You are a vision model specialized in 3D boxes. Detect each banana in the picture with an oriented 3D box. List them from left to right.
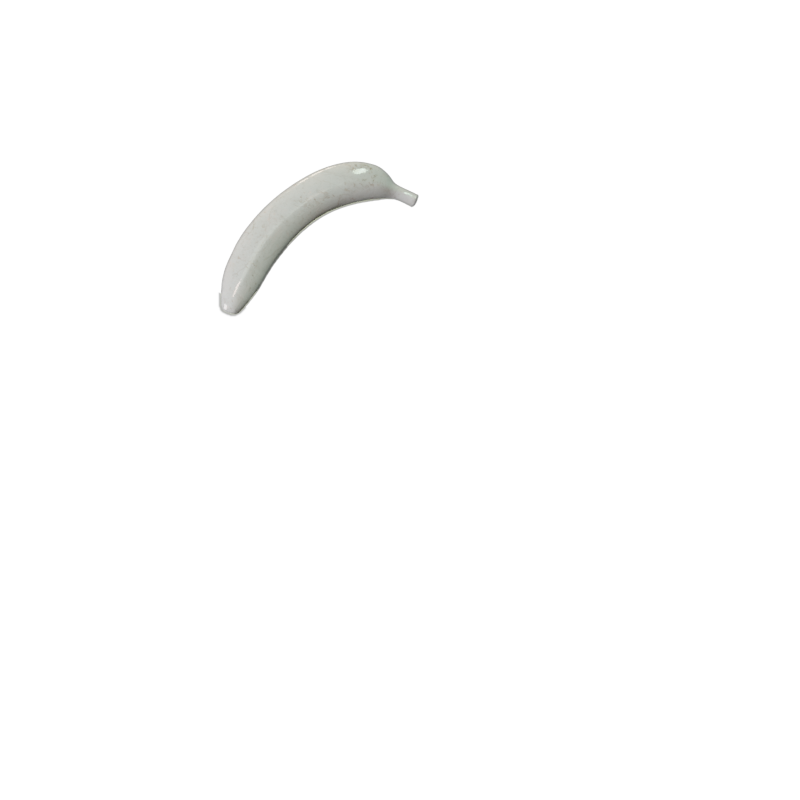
[{"bbox_3d":[-0.080,-0.148,0.930,0.198,0.073,0.035,-34,-19,-15],"label":"banana"}]
